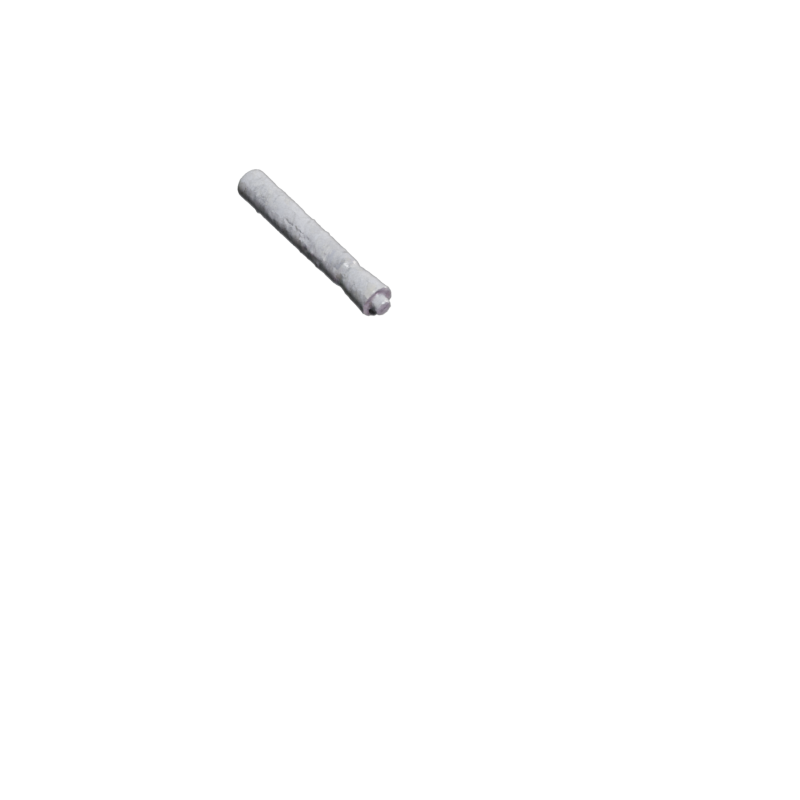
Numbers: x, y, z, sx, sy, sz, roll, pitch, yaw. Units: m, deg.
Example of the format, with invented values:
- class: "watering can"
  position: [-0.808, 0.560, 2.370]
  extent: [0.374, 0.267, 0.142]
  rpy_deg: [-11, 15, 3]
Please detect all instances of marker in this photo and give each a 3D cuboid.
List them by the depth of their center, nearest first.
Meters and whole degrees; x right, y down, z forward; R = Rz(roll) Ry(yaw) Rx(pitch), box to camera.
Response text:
- class: "marker"
  position: [-0.047, -0.085, 0.595]
  extent: [0.019, 0.019, 0.130]
  rpy_deg: [-3, 39, -46]
